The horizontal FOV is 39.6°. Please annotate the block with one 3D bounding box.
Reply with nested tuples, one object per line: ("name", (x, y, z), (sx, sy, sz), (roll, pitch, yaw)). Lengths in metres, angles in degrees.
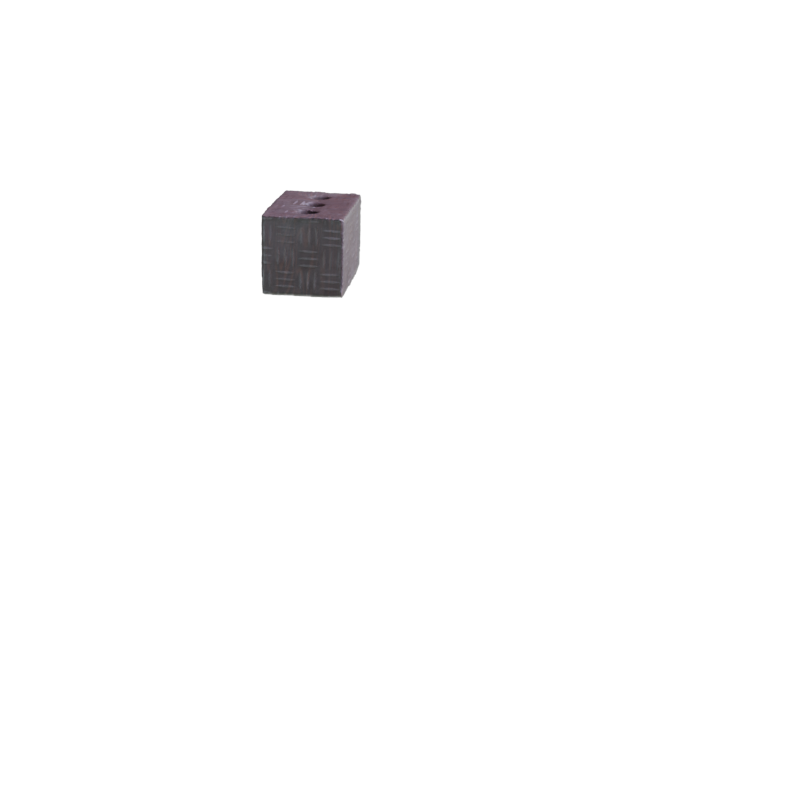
("block", (-0.056, -0.102, 0.711), (0.053, 0.049, 0.080), (3, 20, 6))
